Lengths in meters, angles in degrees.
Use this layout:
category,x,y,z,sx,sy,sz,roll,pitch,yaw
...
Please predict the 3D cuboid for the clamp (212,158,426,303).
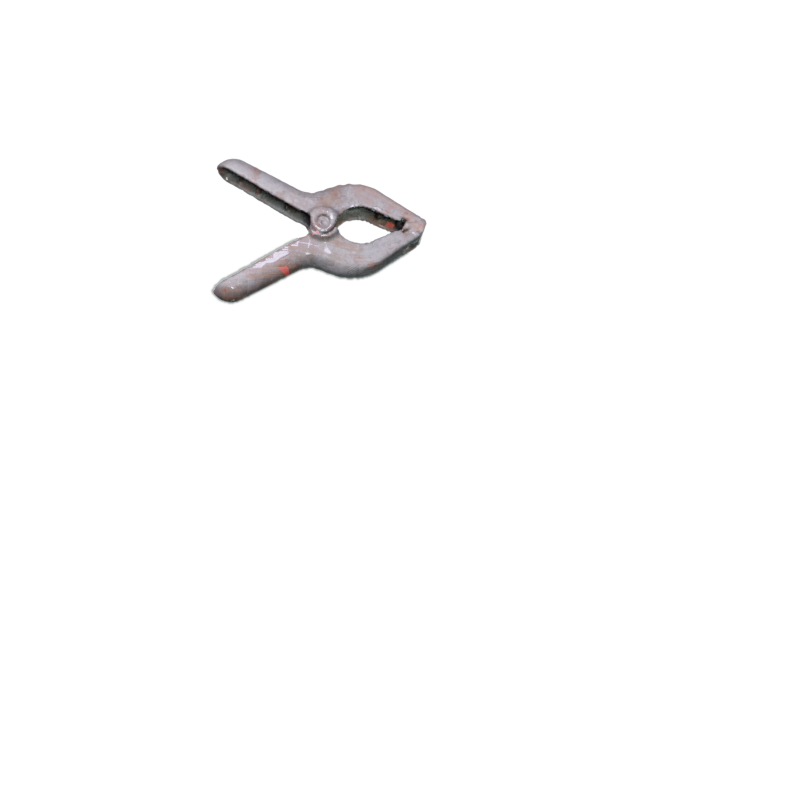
category,x,y,z,sx,sy,sz,roll,pitch,yaw
clamp,-0.068,-0.124,0.869,0.172,0.125,0.038,8,-17,2
